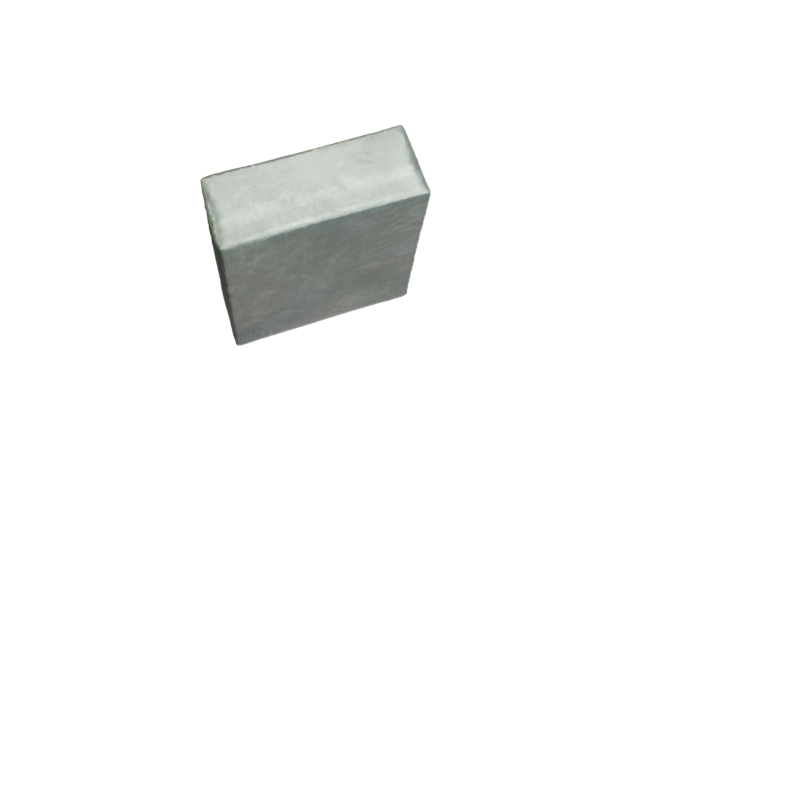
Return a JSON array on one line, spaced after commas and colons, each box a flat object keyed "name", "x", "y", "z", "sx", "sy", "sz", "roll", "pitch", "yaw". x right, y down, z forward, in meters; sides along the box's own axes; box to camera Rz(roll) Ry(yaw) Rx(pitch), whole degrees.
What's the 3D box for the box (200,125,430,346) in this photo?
[{"name": "box", "x": -0.071, "y": -0.130, "z": 0.913, "sx": 0.163, "sy": 0.076, "sz": 0.204, "roll": -17, "pitch": -16, "yaw": -9}]
